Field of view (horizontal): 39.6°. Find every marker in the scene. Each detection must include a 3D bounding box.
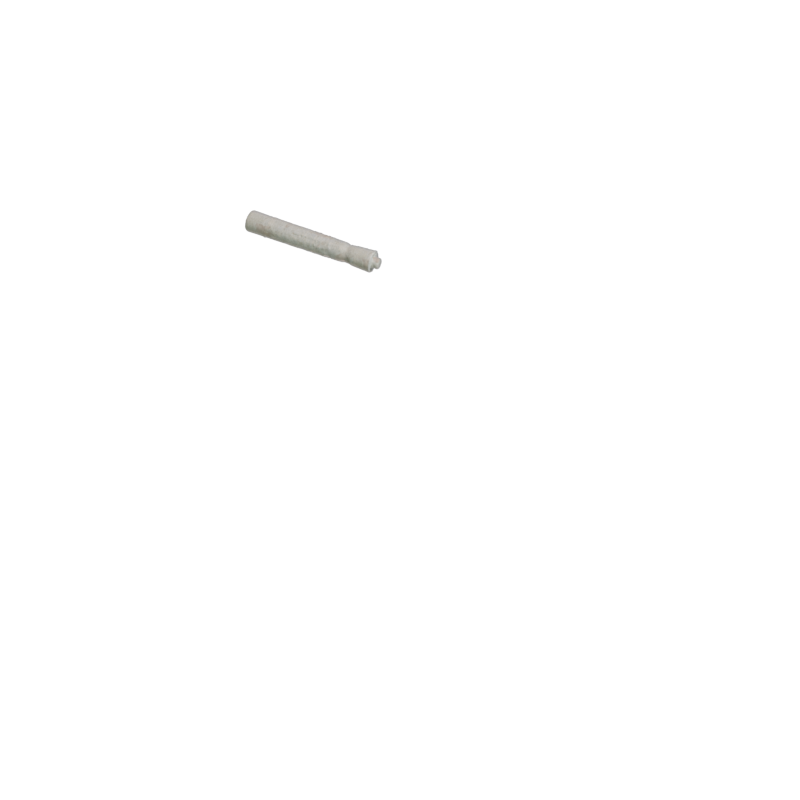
[{"bbox_3d":[-0.072,-0.131,0.915,0.126,0.019,0.019,21,11,20],"label":"marker"}]
